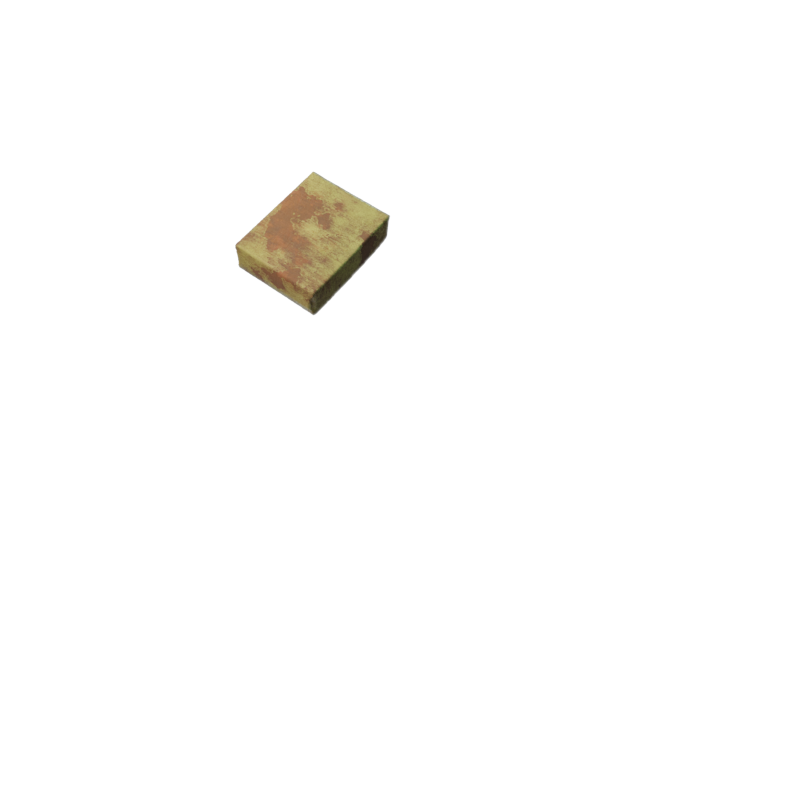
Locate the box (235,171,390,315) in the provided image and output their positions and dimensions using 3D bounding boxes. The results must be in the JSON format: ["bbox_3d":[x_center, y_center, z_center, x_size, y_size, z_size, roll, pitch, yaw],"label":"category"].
[{"bbox_3d":[-0.077,-0.141,0.991,0.094,0.116,0.036,31,-30,20],"label":"box"}]
